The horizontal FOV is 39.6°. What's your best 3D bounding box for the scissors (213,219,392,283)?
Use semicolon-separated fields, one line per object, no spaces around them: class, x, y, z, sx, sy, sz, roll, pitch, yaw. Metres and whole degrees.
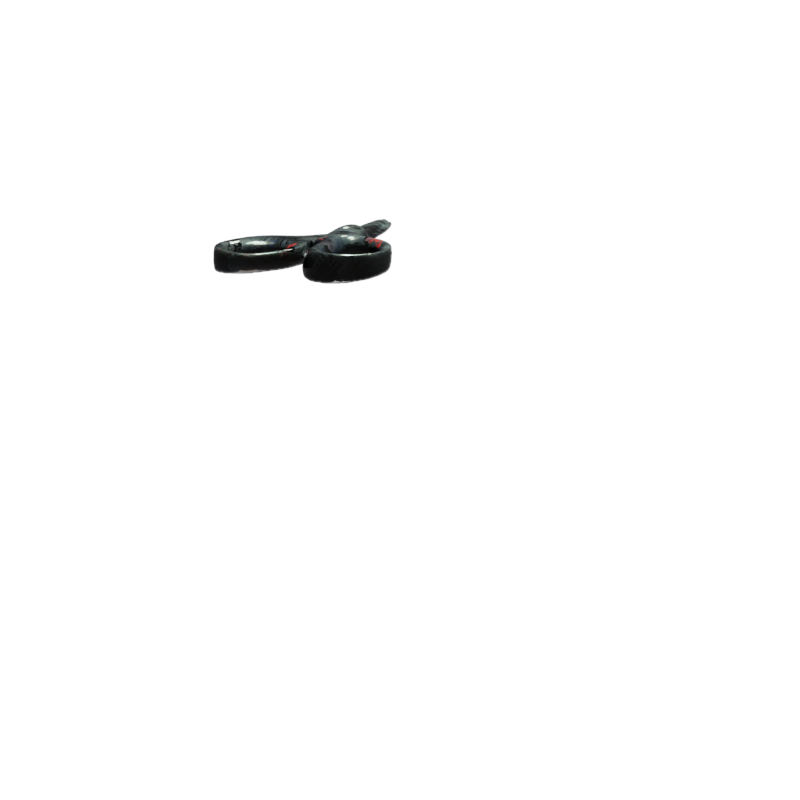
scissors;-0.047;-0.086;0.601;0.096;0.015;0.207;-1;15;-3
